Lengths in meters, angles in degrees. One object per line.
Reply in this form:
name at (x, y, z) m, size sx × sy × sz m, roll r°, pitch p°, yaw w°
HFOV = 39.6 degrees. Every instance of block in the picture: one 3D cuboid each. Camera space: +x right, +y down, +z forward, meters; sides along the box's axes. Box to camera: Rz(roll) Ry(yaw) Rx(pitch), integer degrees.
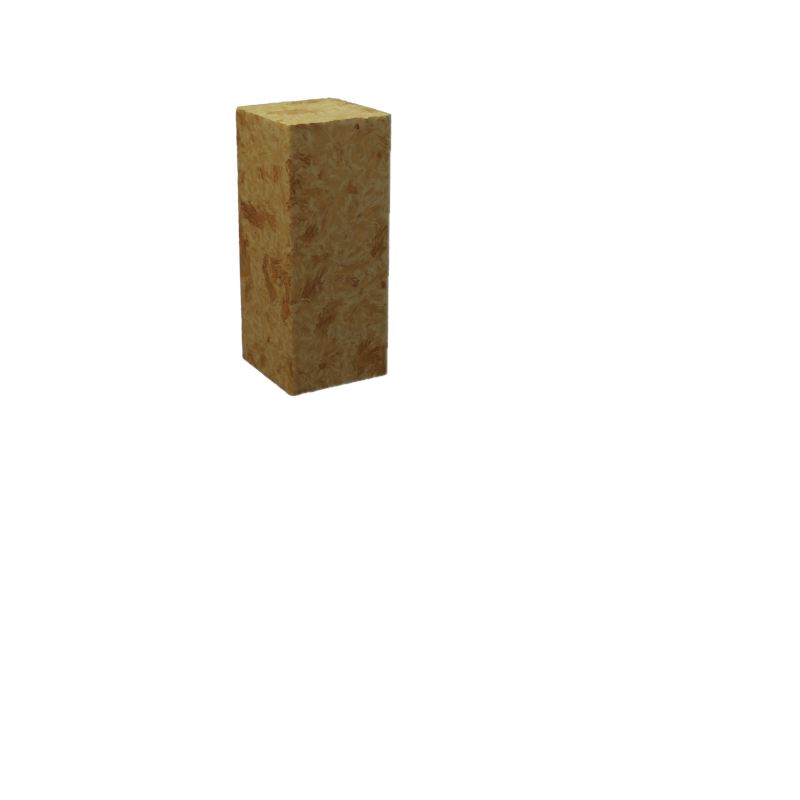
block at (-0.068, -0.122, 0.855) m, size 0.088 × 0.198 × 0.097 m, roll -10°, pitch 22°, yaw -30°
